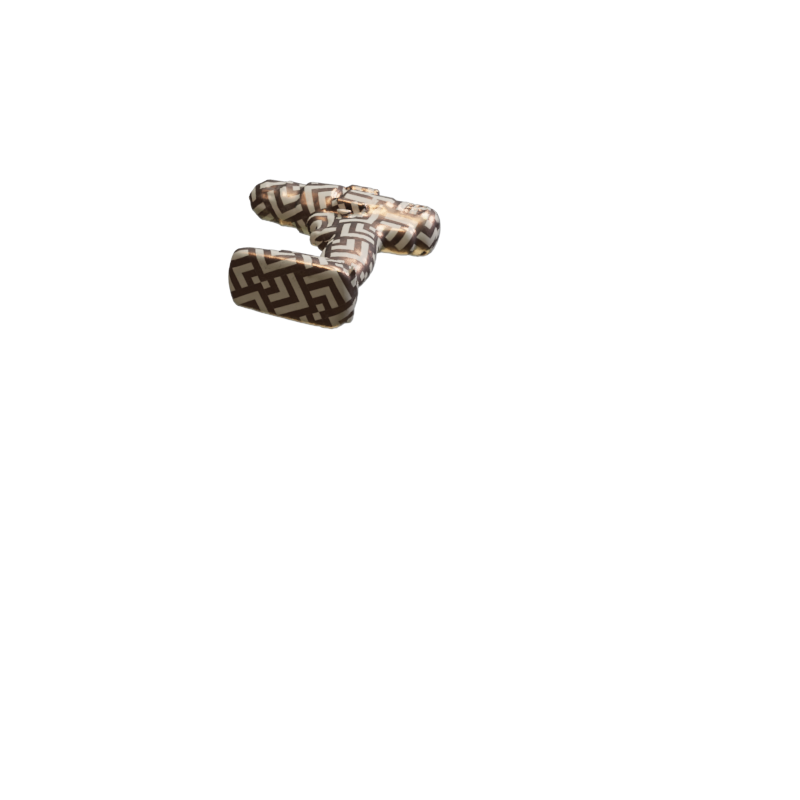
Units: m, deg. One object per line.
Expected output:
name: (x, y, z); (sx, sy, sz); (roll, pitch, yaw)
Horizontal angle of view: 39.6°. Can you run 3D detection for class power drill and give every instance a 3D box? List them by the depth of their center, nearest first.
power drill: (-0.075, -0.137, 0.962); (0.190, 0.054, 0.193); (11, 33, 18)
